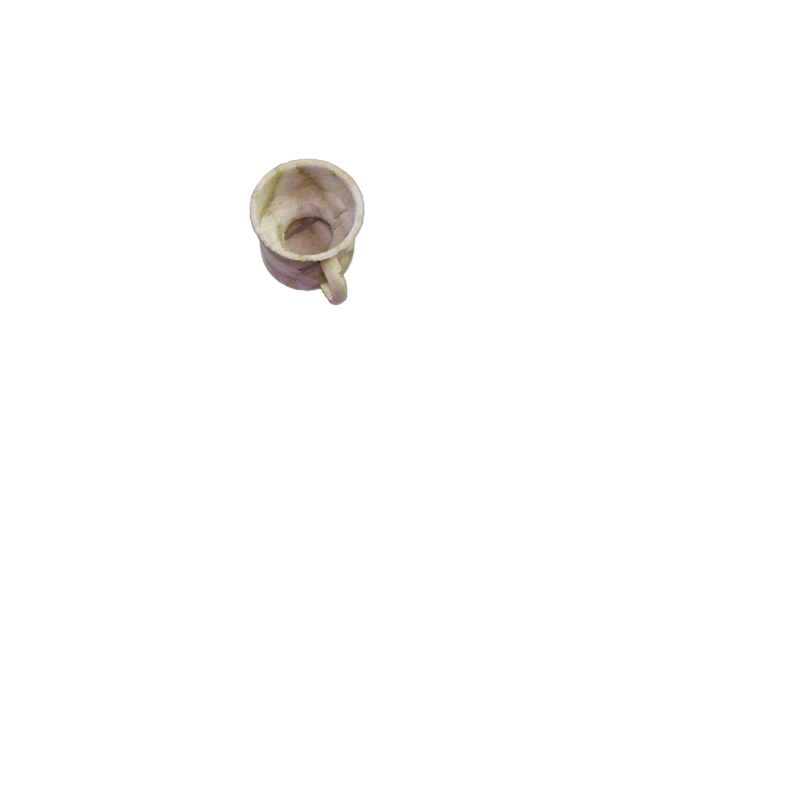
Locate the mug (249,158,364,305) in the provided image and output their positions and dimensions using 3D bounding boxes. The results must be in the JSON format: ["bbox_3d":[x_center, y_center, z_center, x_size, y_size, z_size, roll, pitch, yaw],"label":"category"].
[{"bbox_3d":[-0.072,-0.132,0.924,0.093,0.124,0.077,-25,-20,-11],"label":"mug"}]
